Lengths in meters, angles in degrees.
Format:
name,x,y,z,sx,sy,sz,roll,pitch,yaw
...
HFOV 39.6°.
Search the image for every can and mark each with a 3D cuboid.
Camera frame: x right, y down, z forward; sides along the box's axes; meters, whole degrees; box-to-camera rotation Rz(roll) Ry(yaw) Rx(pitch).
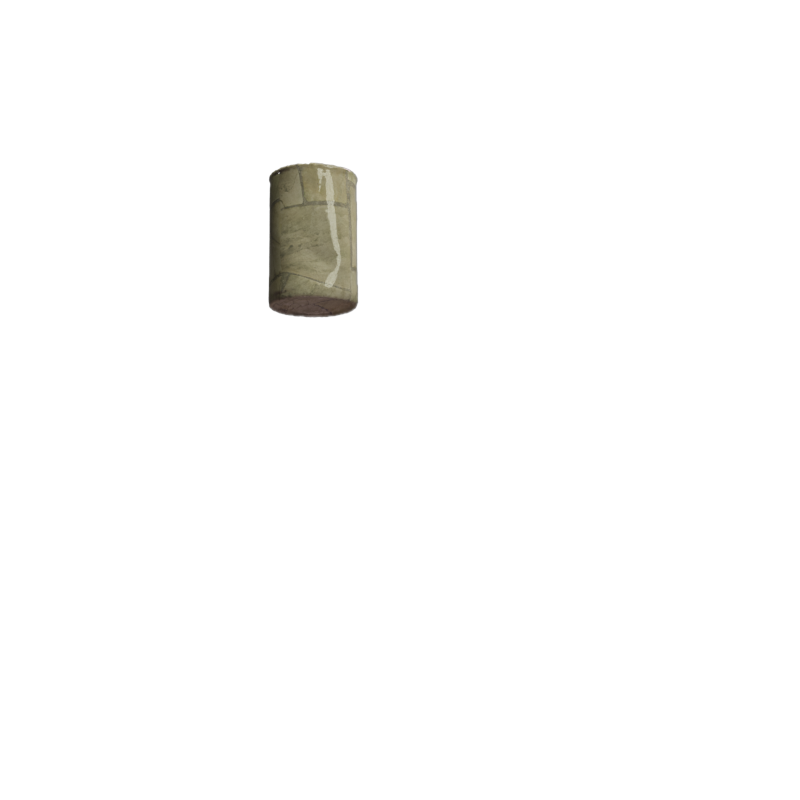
name,x,y,z,sx,sy,sz,roll,pitch,yaw
can,-0.065,-0.119,0.834,0.068,0.106,0.066,0,-14,-2
